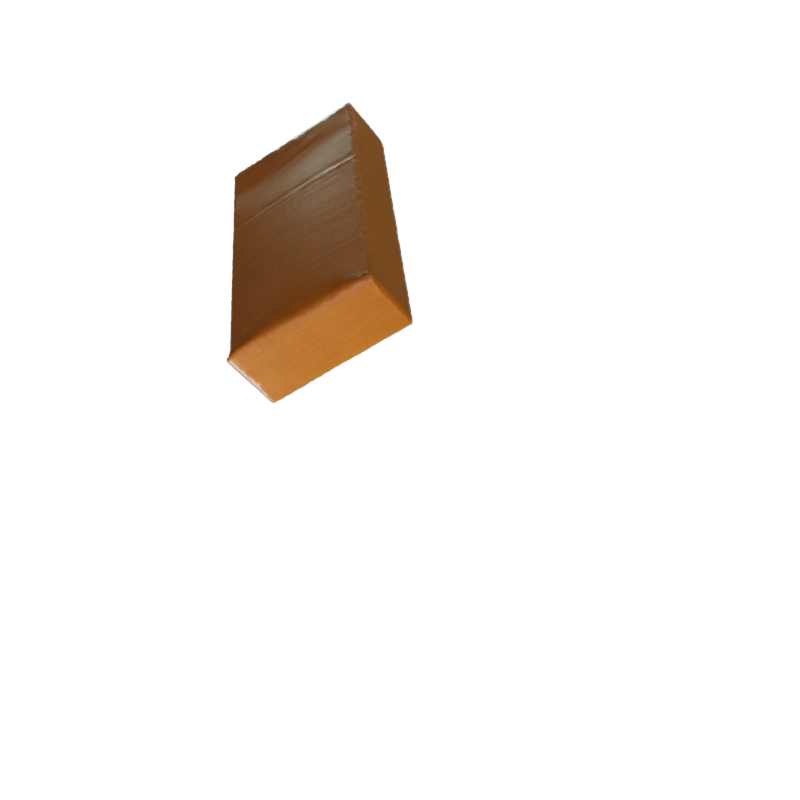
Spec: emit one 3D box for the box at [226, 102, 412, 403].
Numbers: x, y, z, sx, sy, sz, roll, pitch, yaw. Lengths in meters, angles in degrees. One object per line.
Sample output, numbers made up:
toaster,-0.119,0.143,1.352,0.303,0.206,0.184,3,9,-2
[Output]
box,-0.049,-0.089,0.627,0.093,0.189,0.045,-29,-54,19
